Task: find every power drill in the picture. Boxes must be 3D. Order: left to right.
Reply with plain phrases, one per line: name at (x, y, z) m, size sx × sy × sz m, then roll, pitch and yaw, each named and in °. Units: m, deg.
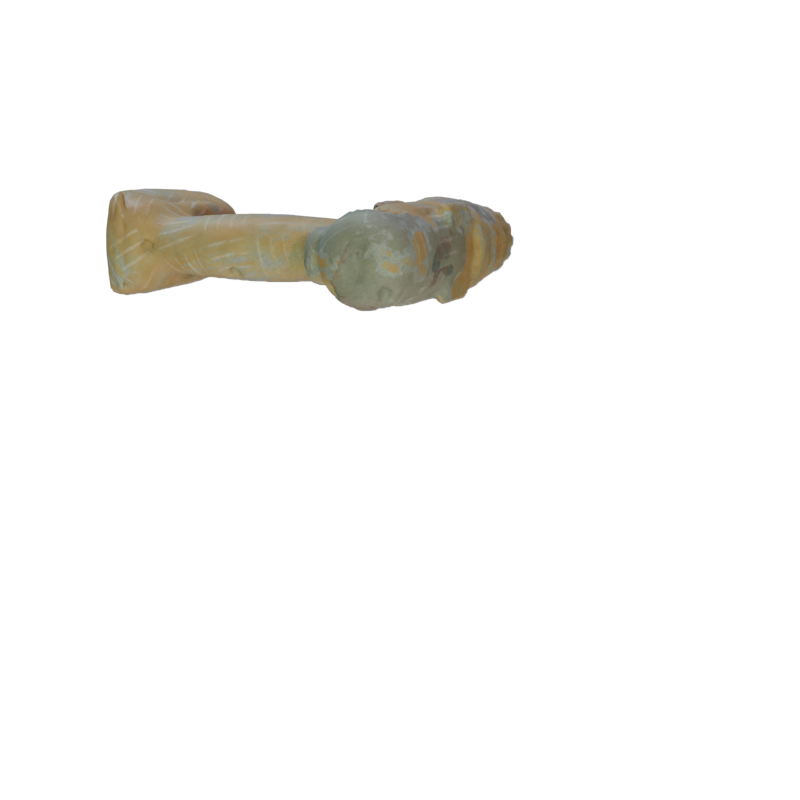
power drill at (-0.046, -0.085, 0.594) m, size 0.194 × 0.057 × 0.181 m, roll 4°, pitch 10°, yaw 25°
